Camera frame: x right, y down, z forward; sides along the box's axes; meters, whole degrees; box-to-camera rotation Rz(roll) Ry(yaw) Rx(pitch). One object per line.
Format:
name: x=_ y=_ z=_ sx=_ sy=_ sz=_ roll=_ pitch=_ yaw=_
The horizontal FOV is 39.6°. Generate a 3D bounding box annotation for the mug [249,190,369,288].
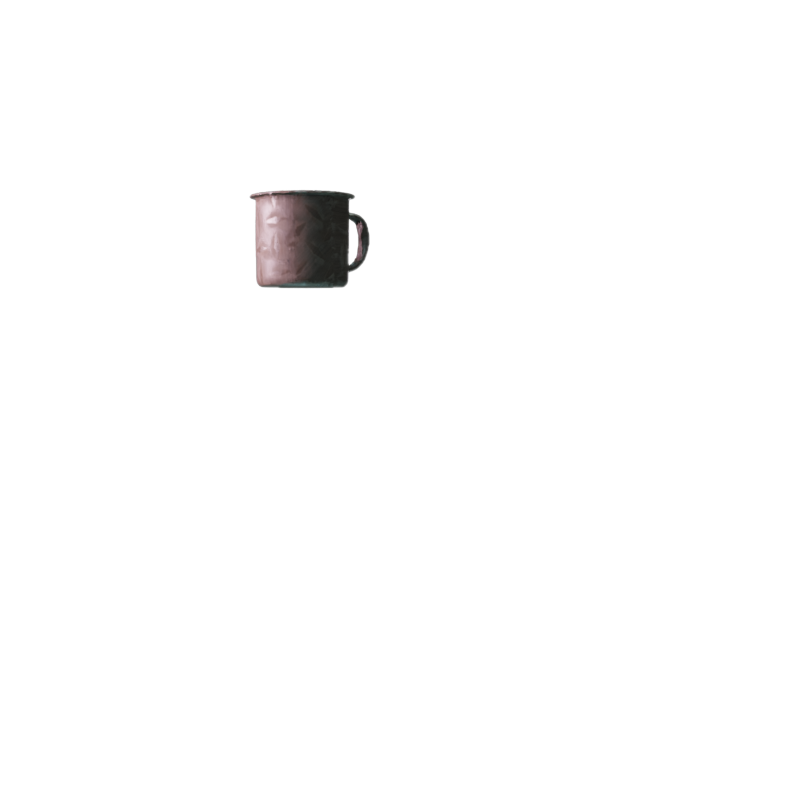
mug: x=-0.077 y=-0.140 z=0.983 sx=0.113 sy=0.082 sz=0.097 roll=-2 pitch=2 yaw=-38
